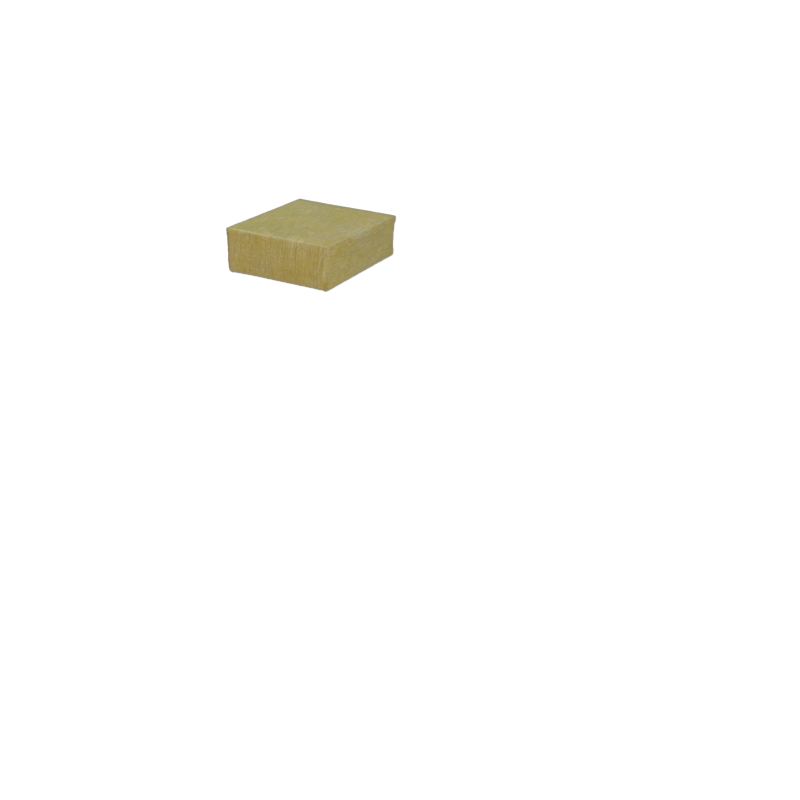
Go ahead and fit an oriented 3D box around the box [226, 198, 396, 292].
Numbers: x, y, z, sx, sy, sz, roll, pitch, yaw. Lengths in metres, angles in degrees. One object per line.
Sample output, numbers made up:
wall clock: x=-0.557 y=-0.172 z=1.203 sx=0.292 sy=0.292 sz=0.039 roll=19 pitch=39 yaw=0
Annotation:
box: x=-0.067 y=-0.122 z=0.855 sx=0.094 sy=0.037 sz=0.114 roll=12 pitch=27 yaw=24
